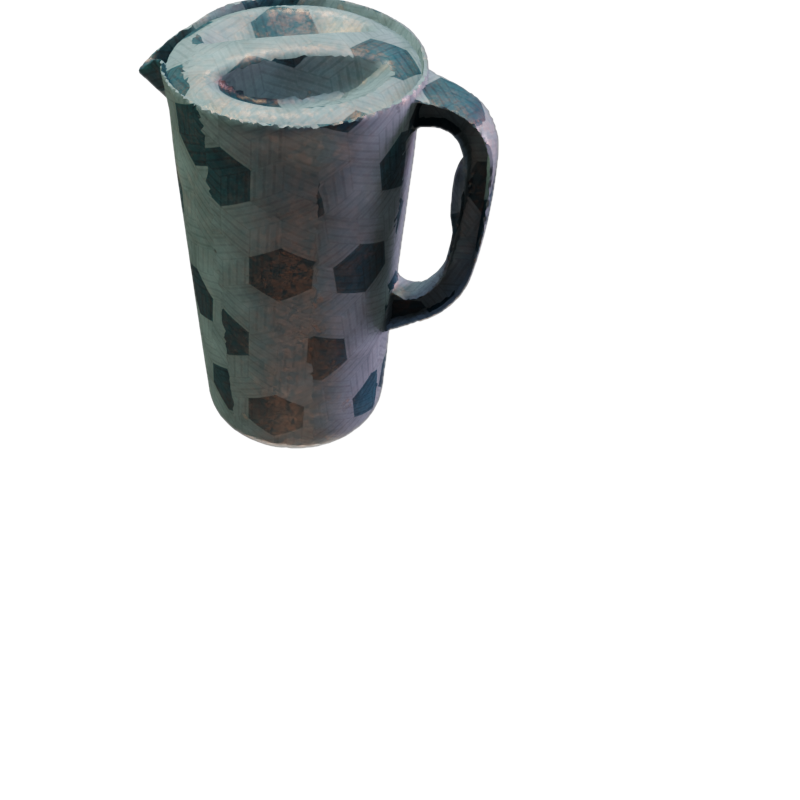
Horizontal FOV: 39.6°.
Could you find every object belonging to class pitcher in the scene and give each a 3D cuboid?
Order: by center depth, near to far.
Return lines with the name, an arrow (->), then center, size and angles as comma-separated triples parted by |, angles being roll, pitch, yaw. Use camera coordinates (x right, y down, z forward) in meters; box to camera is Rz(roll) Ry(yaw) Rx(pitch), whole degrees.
pitcher -> -0.048, -0.088, 0.615 | 0.143, 0.227, 0.161 | -20, 47, -24
